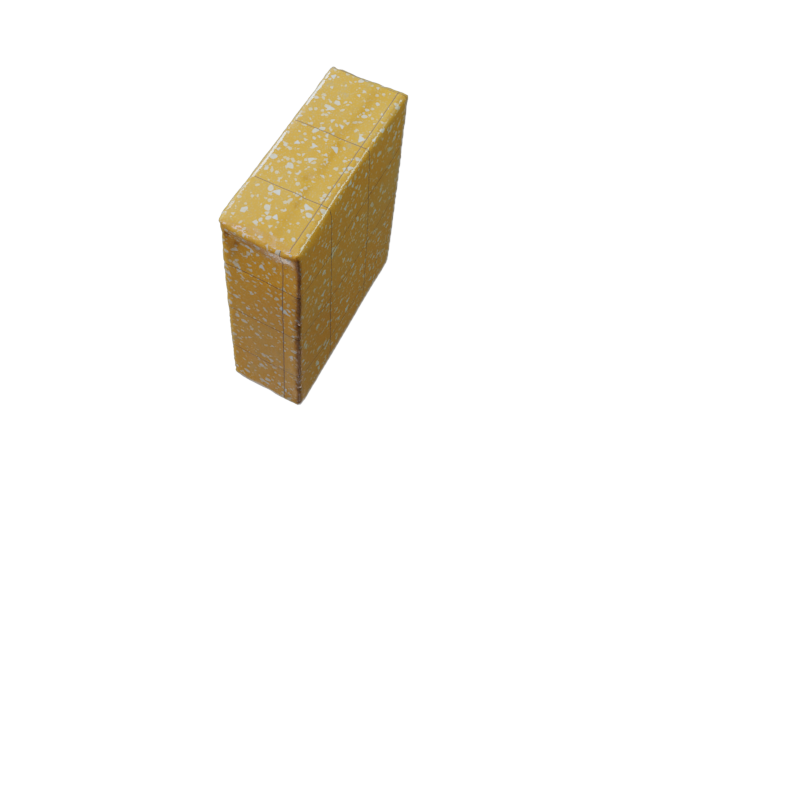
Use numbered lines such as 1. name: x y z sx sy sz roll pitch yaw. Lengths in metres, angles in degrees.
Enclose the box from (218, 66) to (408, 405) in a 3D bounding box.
1. box: -0.066 -0.120 0.843 0.074 0.170 0.201 24 -29 10
